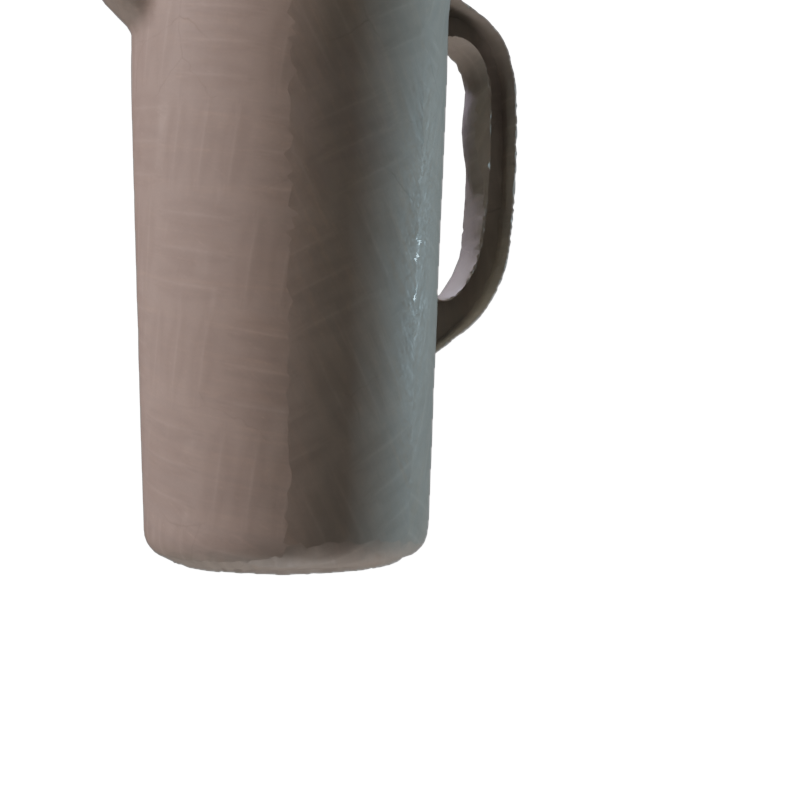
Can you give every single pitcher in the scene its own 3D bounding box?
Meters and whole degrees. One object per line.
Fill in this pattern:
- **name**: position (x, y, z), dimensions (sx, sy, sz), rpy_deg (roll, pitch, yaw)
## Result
- **pitcher**: position (-0.035, -0.063, 0.442), dimensions (0.152, 0.247, 0.140), rpy_deg (-2, -6, 15)
